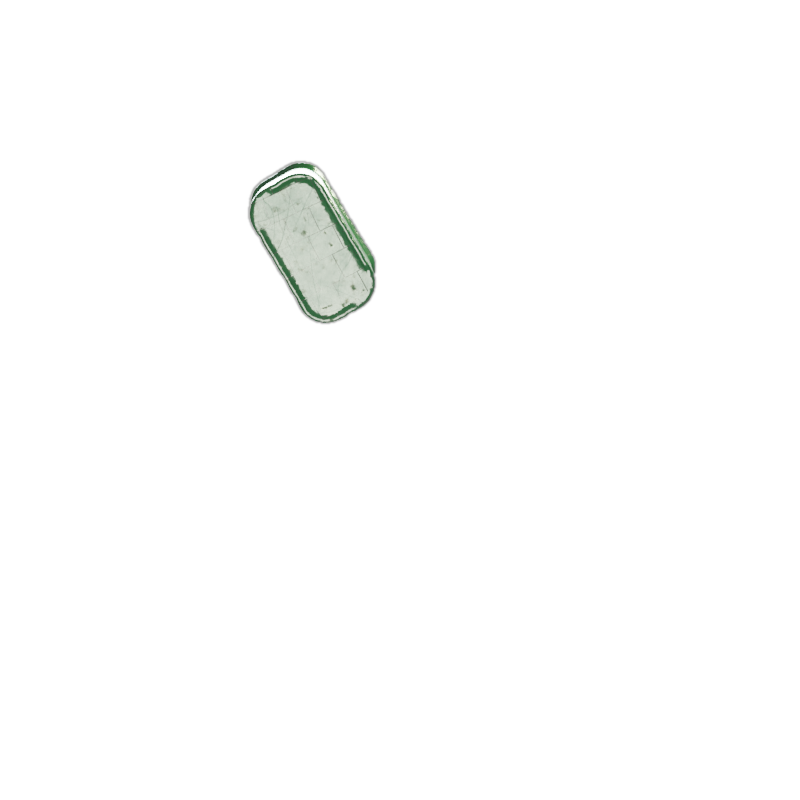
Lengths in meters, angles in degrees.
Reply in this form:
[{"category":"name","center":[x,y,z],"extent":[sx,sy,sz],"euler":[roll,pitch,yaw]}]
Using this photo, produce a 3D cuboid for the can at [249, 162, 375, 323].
[{"category":"can","center":[-0.058,-0.105,0.735],"extent":[0.057,0.100,0.086],"euler":[-31,9,3]}]
